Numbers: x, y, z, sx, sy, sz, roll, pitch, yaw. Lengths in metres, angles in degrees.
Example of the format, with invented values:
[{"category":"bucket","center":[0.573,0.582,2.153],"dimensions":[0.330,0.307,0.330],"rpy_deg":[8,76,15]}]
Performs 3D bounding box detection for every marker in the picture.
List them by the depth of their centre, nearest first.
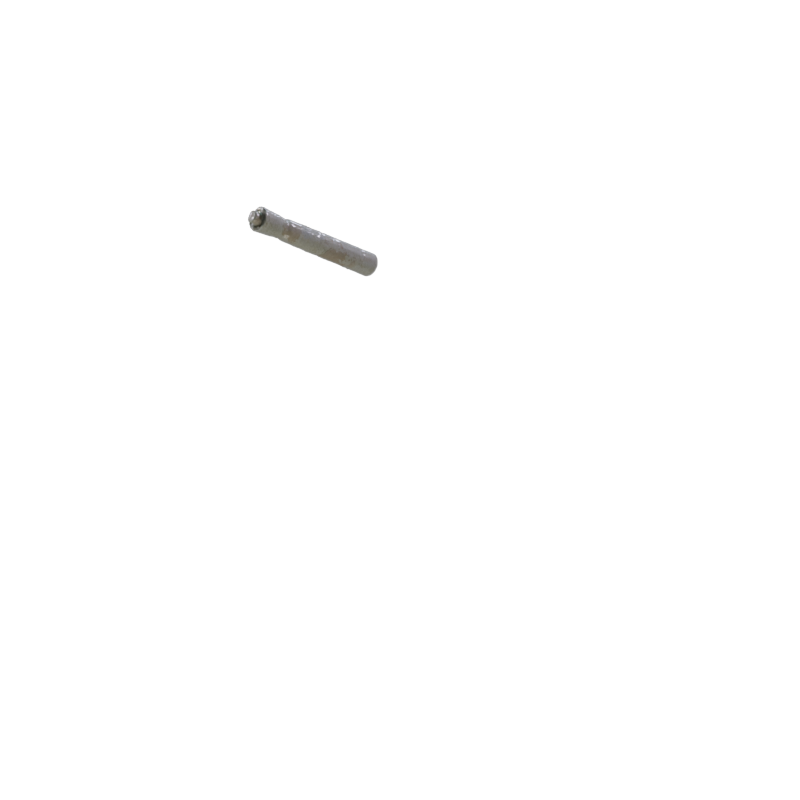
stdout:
[{"category":"marker","center":[-0.065,-0.119,0.832],"dimensions":[0.114,0.020,0.021],"rpy_deg":[17,-9,-40]}]
